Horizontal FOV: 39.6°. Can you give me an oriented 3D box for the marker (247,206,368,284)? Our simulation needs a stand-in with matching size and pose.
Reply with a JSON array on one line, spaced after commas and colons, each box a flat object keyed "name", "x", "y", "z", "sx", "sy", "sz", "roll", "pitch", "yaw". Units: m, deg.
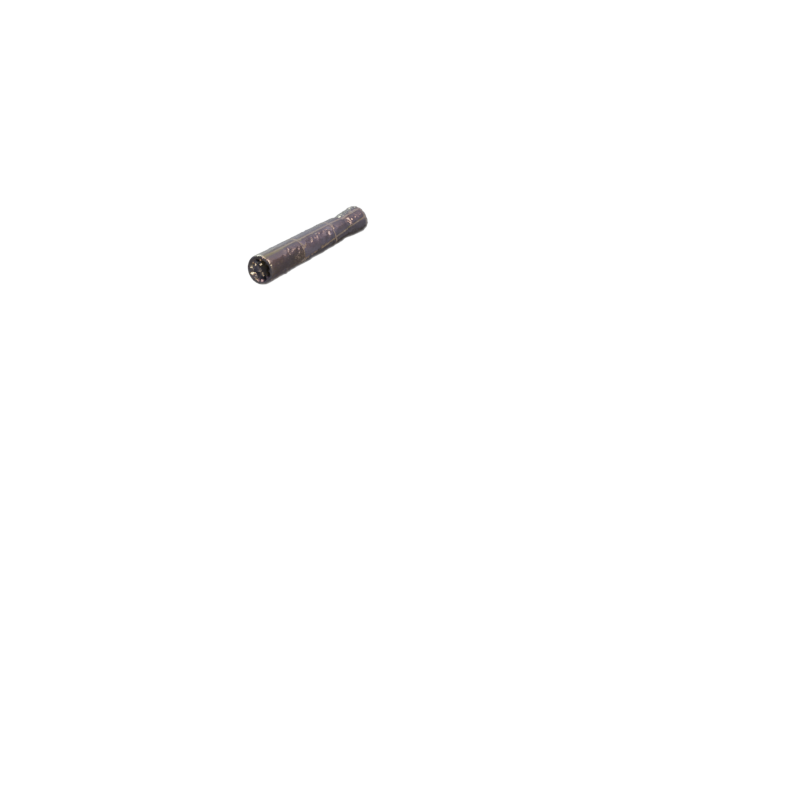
[{"name": "marker", "x": -0.056, "y": -0.101, "z": 0.710, "sx": 0.020, "sy": 0.019, "sz": 0.122, "roll": 2, "pitch": 24, "yaw": 30}]
